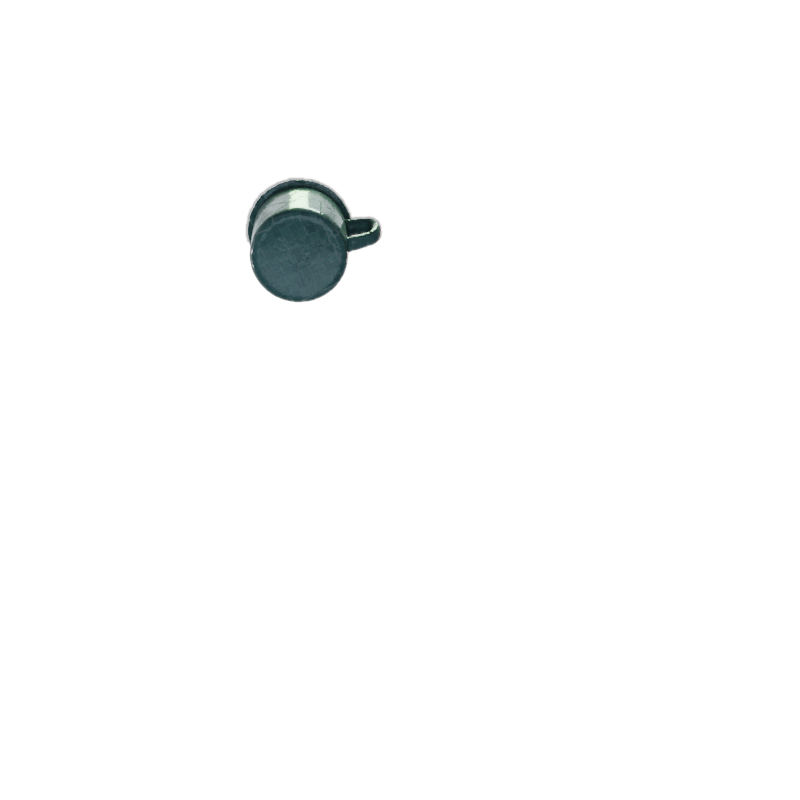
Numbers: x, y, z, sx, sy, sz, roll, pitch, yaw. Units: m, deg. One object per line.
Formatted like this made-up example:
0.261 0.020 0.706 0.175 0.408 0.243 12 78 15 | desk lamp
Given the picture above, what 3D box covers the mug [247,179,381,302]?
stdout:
-0.074 -0.135 0.944 0.117 0.089 0.085 -6 21 1 | mug
